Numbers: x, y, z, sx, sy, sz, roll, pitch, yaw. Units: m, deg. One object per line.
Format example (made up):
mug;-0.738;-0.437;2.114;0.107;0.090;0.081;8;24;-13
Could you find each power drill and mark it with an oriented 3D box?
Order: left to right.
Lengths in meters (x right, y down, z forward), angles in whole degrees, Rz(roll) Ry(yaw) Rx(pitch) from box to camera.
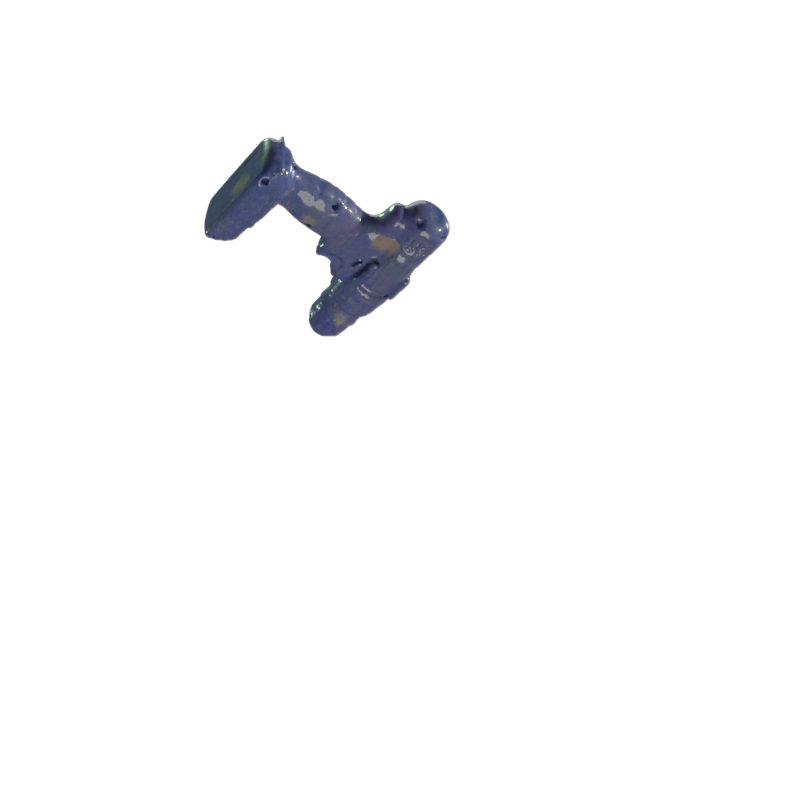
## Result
power drill;-0.078;-0.142;0.994;0.178;0.062;0.181;26;-49;-26
